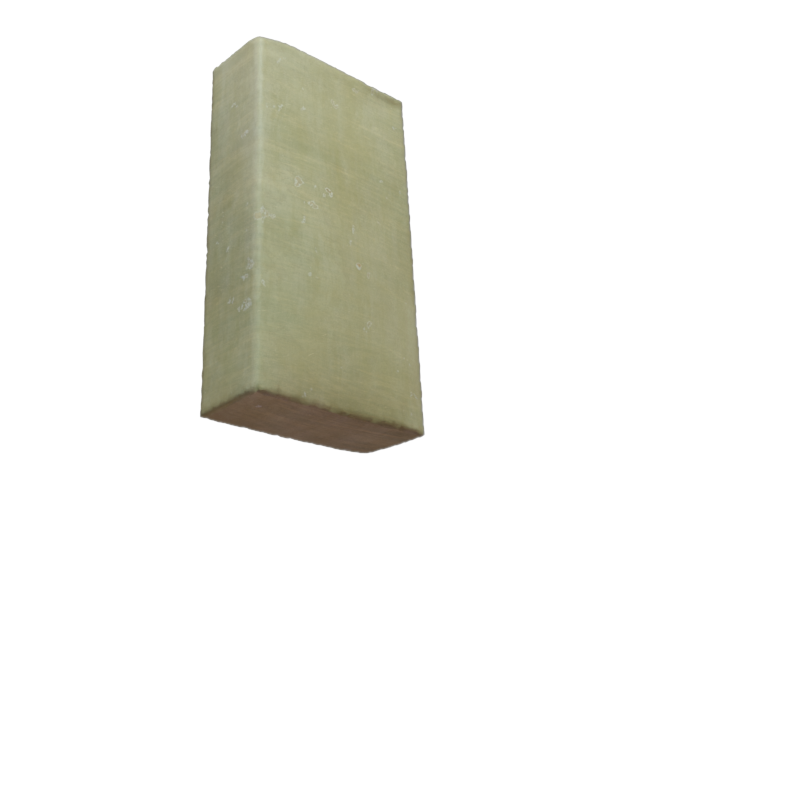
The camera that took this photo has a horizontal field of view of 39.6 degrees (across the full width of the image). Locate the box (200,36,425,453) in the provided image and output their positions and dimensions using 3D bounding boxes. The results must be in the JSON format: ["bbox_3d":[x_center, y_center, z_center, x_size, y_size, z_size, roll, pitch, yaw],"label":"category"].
[{"bbox_3d":[-0.039,-0.071,0.499,0.088,0.186,0.048,18,-31,-37],"label":"box"}]
